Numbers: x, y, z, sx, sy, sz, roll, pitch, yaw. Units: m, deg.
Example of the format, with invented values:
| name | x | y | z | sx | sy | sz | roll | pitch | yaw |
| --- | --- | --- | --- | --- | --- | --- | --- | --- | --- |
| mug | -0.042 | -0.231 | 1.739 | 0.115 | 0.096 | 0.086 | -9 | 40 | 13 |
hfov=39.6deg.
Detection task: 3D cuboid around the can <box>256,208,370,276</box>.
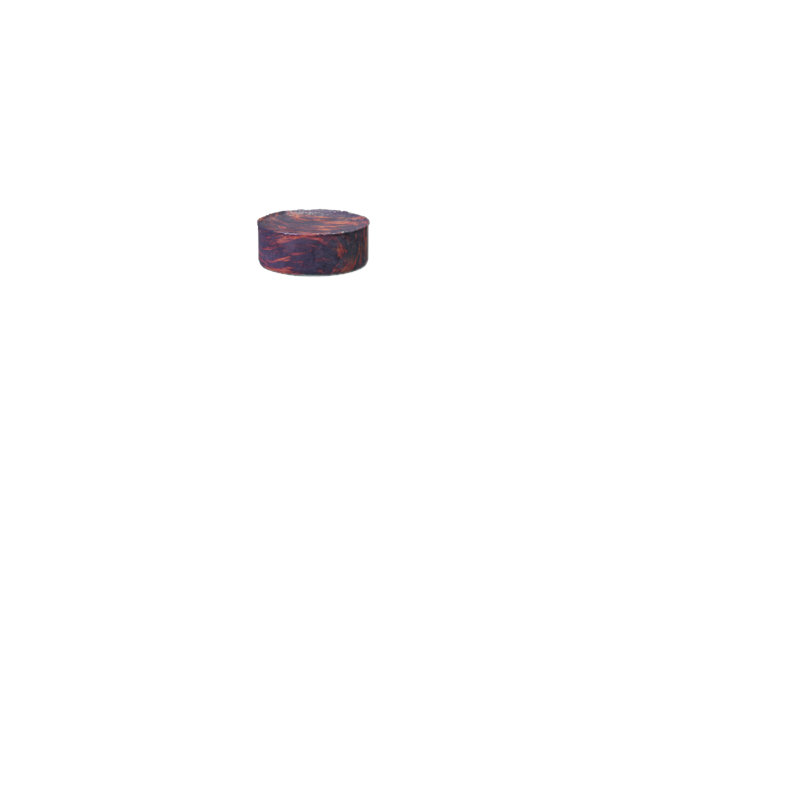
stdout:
| name | x | y | z | sx | sy | sz | roll | pitch | yaw |
| --- | --- | --- | --- | --- | --- | --- | --- | --- | --- |
| can | -0.066 | -0.121 | 0.845 | 0.086 | 0.032 | 0.090 | -1 | 20 | -2 |
